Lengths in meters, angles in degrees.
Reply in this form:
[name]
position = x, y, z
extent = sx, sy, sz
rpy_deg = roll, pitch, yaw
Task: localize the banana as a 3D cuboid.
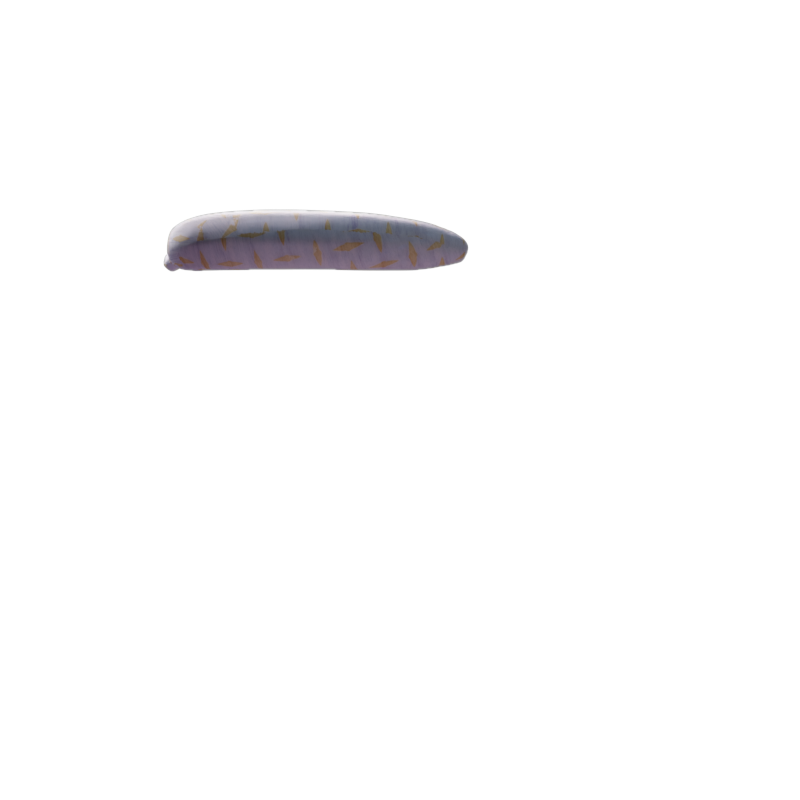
[banana]
position = -0.061, -0.097, 0.673
extent = 0.201, 0.037, 0.069
rpy_deg = 1, 5, 13
